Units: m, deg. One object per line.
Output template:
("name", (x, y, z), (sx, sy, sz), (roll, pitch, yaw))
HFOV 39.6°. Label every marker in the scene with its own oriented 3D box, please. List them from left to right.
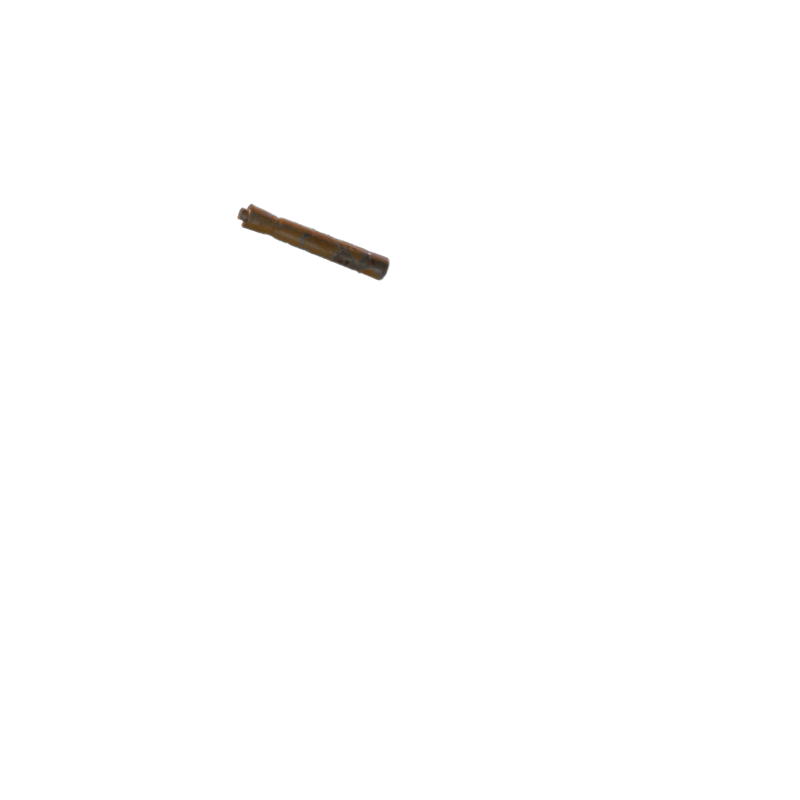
("marker", (-0.065, -0.118, 0.829), (0.117, 0.020, 0.020), (19, -3, -16))
